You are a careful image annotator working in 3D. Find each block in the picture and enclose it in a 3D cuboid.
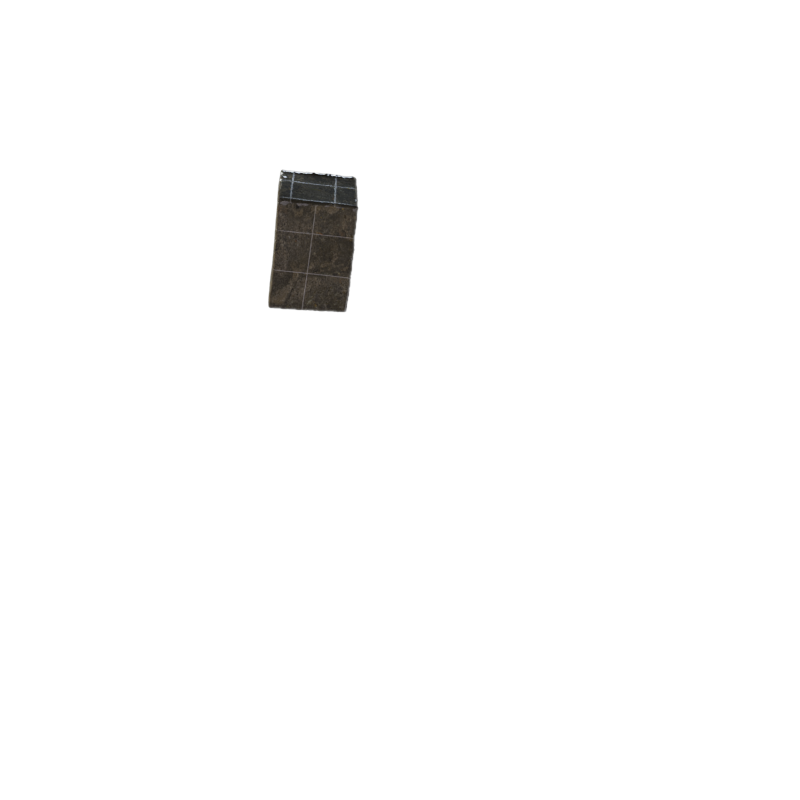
[{"bbox_3d":[-0.057,-0.104,0.726,0.052,0.074,0.054,6,27,-5],"label":"block"}]
